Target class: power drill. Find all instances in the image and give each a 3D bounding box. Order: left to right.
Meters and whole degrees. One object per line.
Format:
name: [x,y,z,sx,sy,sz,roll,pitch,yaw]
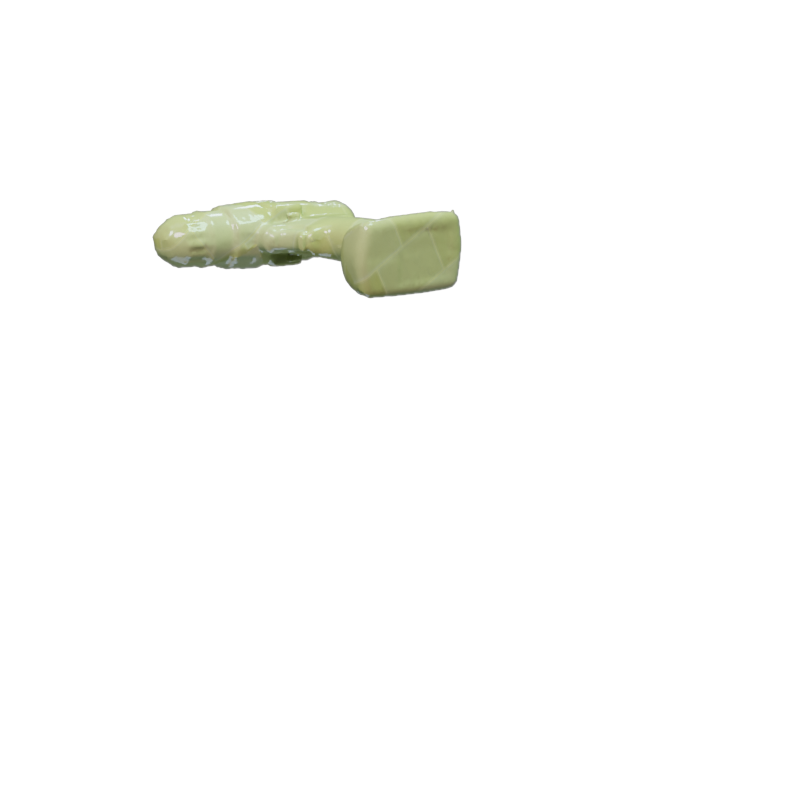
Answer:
power drill: [-0.064,-0.117,0.821,0.180,0.056,0.198,-14,22,-40]
